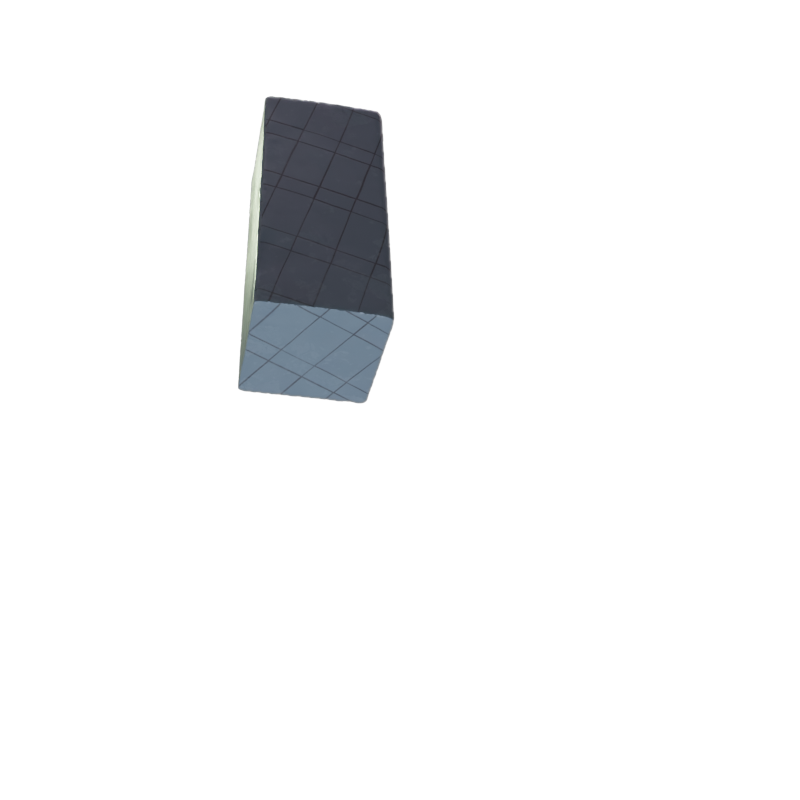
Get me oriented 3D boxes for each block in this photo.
[{"bbox_3d":[-0.060,-0.111,0.780,0.089,0.221,0.086,6,-43,-10],"label":"block"}]
